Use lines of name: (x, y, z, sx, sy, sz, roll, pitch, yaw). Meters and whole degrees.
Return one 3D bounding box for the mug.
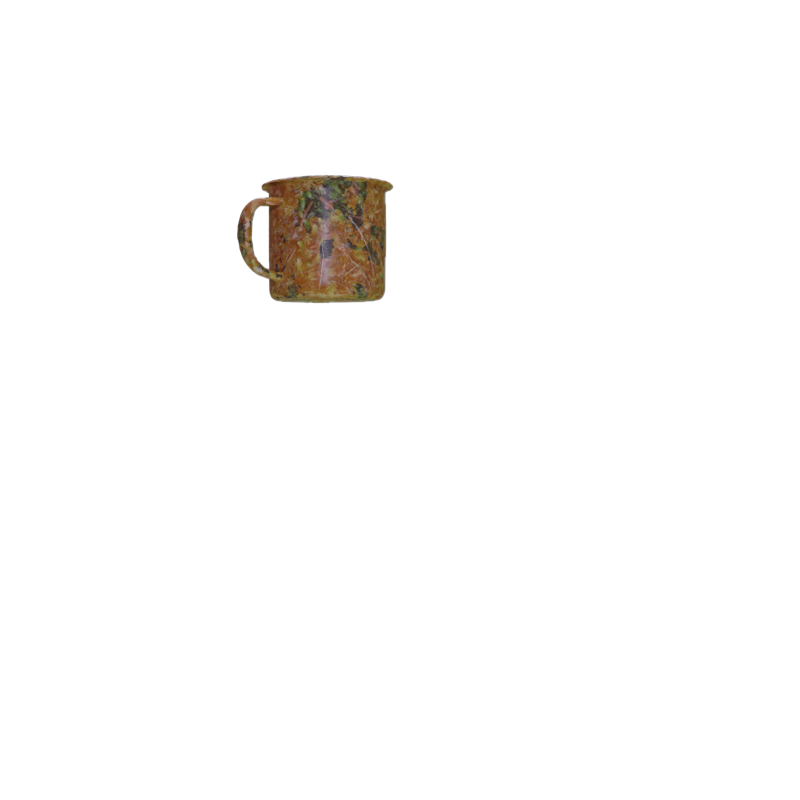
mug: (-0.060, -0.110, 0.771, 0.112, 0.082, 0.096, 0, -1, -38)
